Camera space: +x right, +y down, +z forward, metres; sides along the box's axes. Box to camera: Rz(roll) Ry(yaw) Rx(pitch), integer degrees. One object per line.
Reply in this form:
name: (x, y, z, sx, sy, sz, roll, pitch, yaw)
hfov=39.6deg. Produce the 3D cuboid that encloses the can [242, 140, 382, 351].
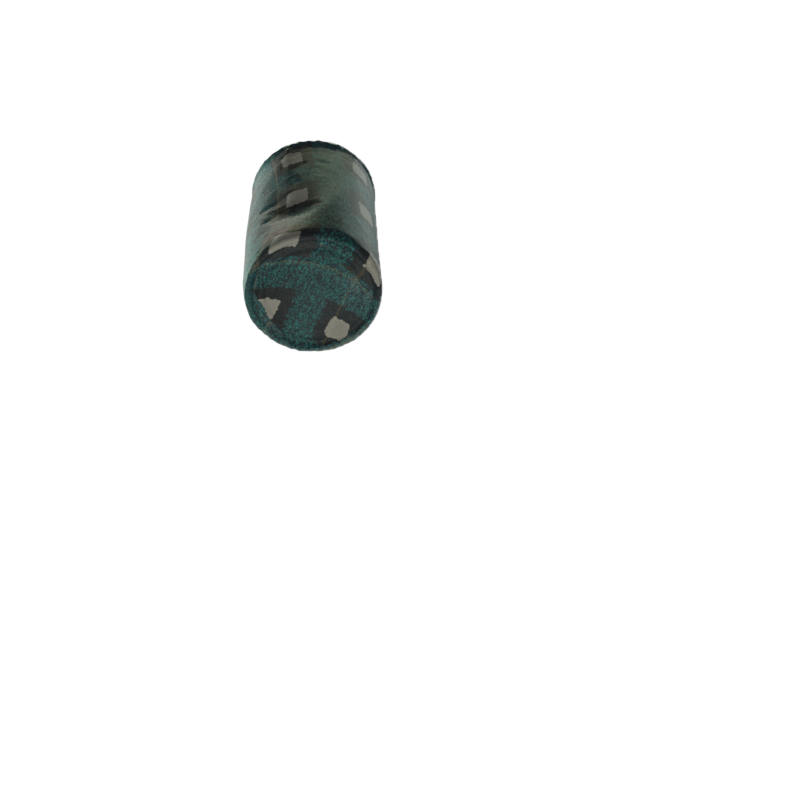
can: (-0.044, -0.081, 0.564, 0.068, 0.064, 0.109, -1, 35, -3)
